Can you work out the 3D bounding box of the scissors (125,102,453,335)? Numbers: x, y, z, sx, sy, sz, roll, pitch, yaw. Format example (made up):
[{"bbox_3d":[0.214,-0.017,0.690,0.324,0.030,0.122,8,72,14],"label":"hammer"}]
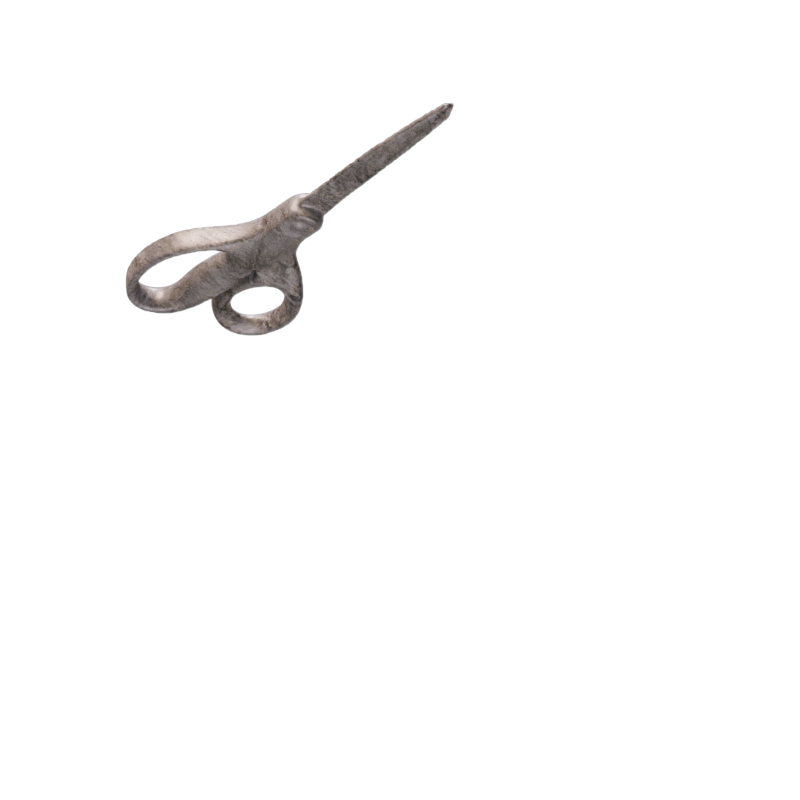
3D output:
[{"bbox_3d":[-0.041,-0.074,0.519,0.204,0.017,0.089,-17,-33,29],"label":"scissors"}]
